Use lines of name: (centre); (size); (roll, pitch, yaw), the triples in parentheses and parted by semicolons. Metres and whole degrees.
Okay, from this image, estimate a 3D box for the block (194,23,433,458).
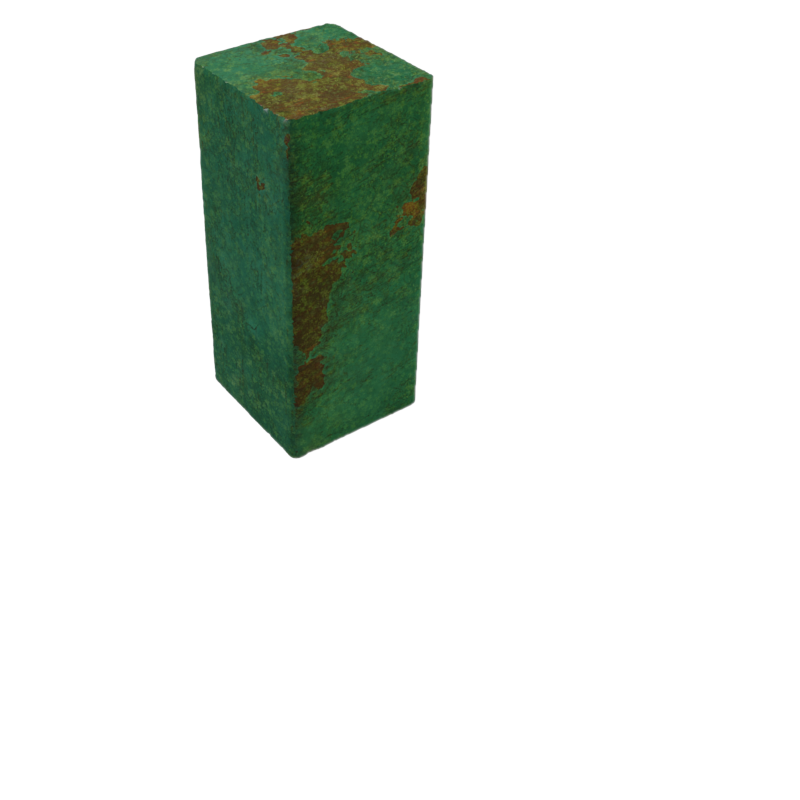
block: (-0.048, -0.086, 0.602); (0.089, 0.193, 0.098); (-22, 42, -30)
